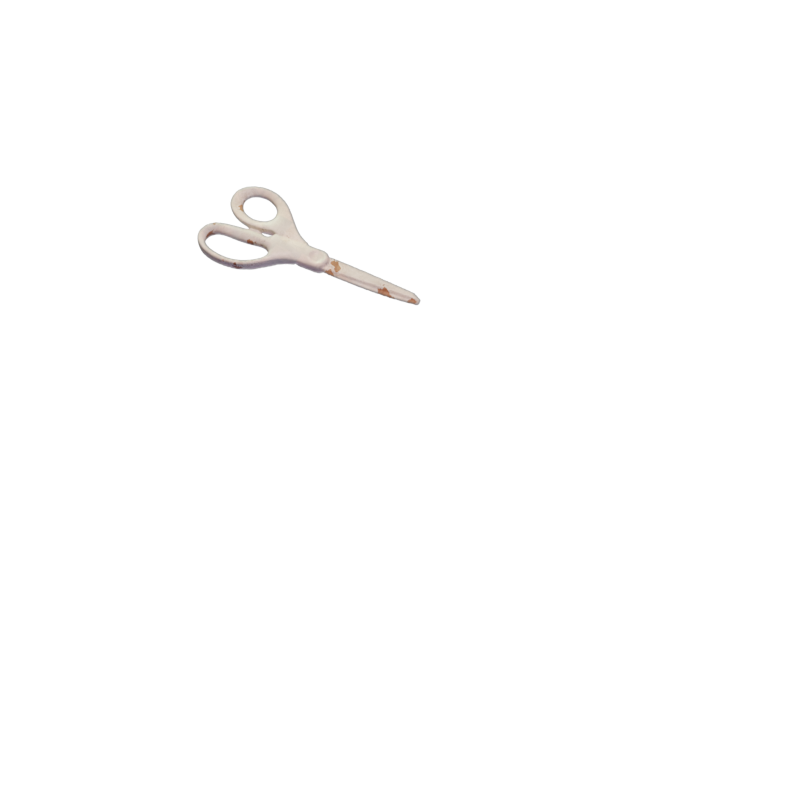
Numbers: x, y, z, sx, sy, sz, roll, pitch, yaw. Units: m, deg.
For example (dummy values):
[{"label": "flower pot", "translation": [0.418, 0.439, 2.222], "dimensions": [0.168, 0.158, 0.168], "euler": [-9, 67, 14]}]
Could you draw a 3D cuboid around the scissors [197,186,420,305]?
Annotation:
[{"label": "scissors", "translation": [-0.077, -0.140, 0.978], "dimensions": [0.204, 0.102, 0.015], "euler": [9, -33, 6]}]
